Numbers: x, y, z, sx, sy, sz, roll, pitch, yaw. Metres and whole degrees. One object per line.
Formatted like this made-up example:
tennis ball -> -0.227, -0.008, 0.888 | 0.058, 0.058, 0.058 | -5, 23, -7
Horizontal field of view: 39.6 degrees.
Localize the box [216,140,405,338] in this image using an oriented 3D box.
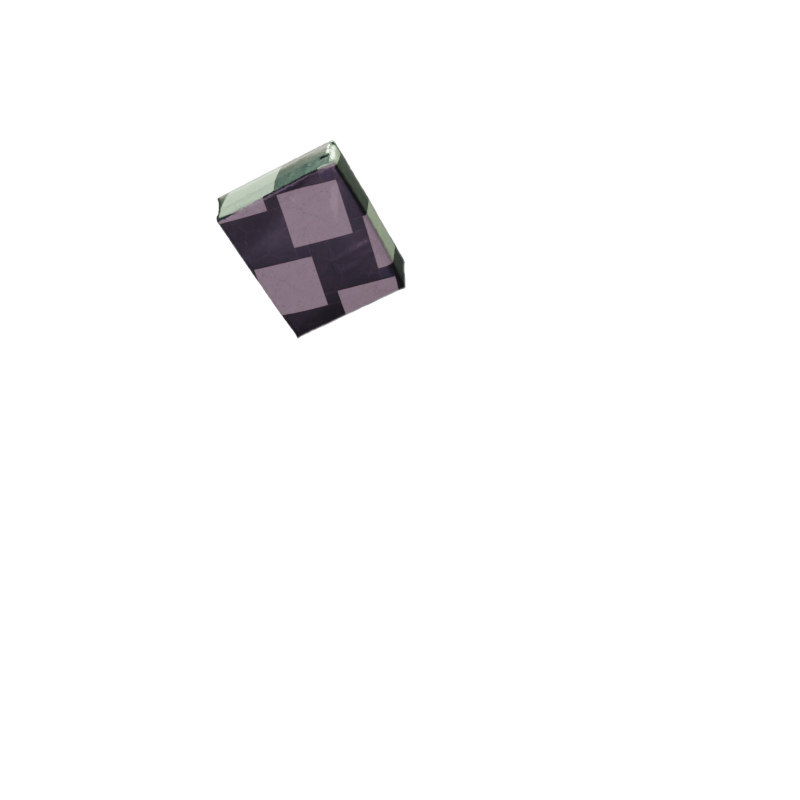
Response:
box -> -0.059, -0.107, 0.752 | 0.090, 0.106, 0.041 | -24, 28, 13
